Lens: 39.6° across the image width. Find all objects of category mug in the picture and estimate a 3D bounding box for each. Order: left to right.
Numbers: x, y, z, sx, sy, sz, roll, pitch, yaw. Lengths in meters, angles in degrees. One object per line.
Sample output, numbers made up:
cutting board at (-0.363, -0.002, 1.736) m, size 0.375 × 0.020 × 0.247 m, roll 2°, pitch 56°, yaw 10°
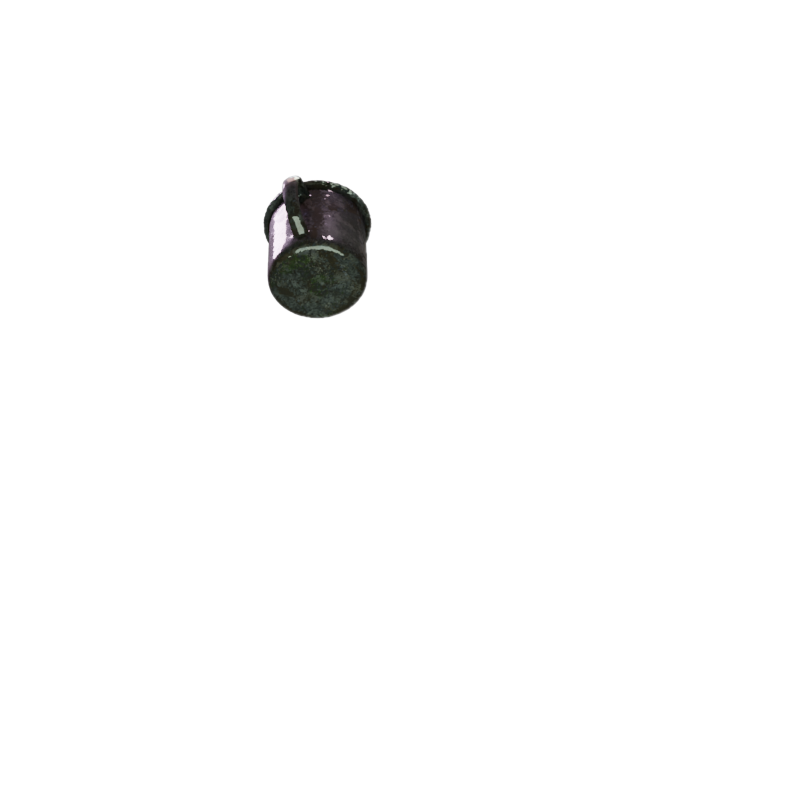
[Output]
mug at (-0.072, -0.131, 0.917) m, size 0.094 × 0.108 × 0.087 m, roll -12°, pitch 40°, yaw 8°
